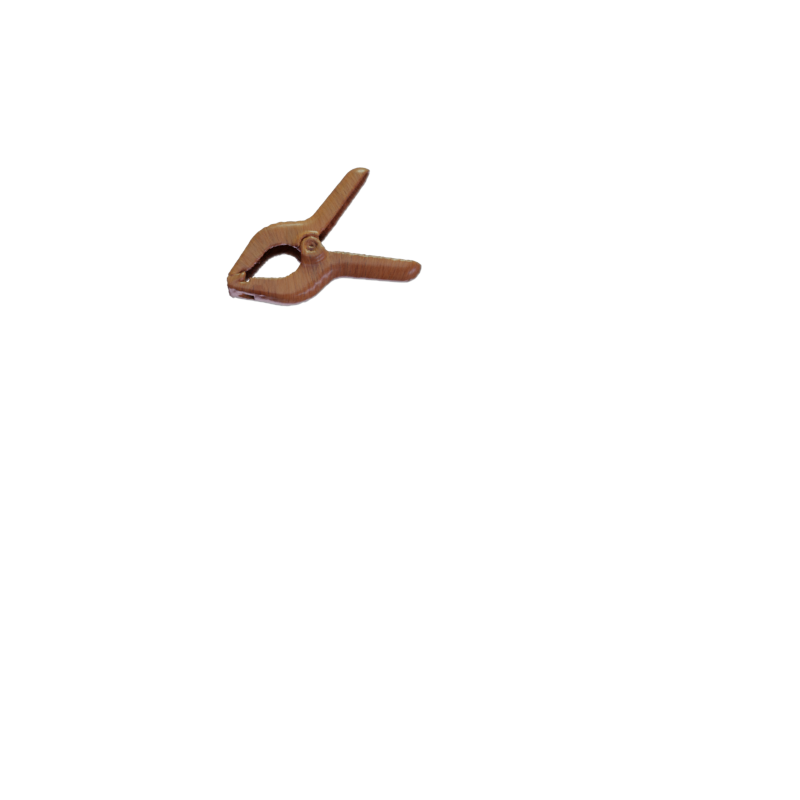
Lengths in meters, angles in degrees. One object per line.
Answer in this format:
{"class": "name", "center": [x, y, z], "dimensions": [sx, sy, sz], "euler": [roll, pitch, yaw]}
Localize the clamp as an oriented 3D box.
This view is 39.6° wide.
{"class": "clamp", "center": [-0.078, -0.143, 0.999], "dimensions": [0.170, 0.128, 0.037], "euler": [-15, -28, -8]}
